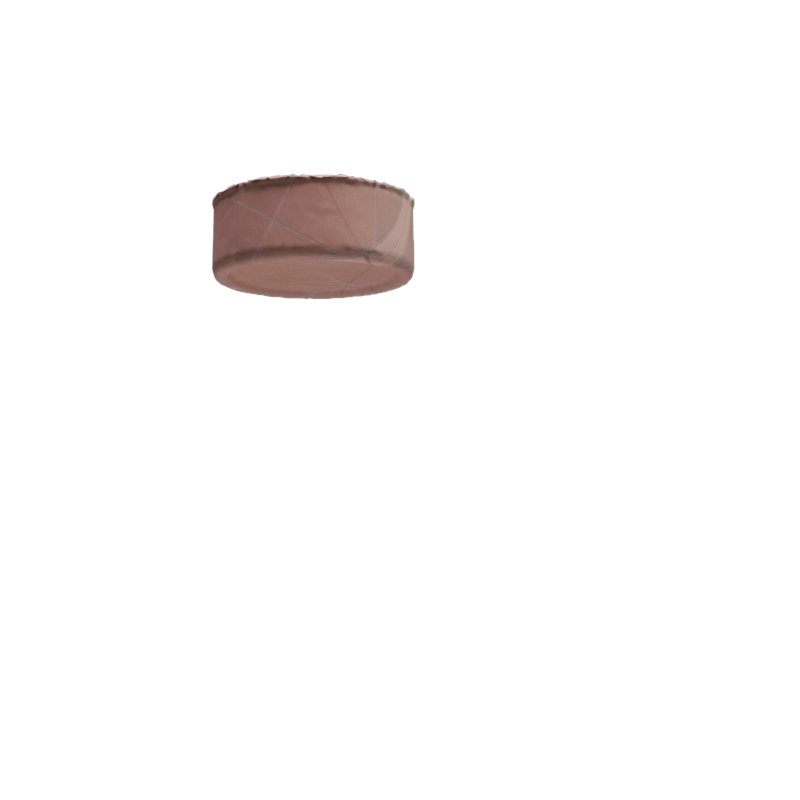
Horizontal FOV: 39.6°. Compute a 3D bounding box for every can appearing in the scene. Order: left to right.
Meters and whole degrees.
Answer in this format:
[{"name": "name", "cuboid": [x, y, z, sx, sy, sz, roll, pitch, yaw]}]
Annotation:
[{"name": "can", "cuboid": [-0.036, -0.067, 0.466, 0.086, 0.034, 0.084, 0, -7, -2]}]
